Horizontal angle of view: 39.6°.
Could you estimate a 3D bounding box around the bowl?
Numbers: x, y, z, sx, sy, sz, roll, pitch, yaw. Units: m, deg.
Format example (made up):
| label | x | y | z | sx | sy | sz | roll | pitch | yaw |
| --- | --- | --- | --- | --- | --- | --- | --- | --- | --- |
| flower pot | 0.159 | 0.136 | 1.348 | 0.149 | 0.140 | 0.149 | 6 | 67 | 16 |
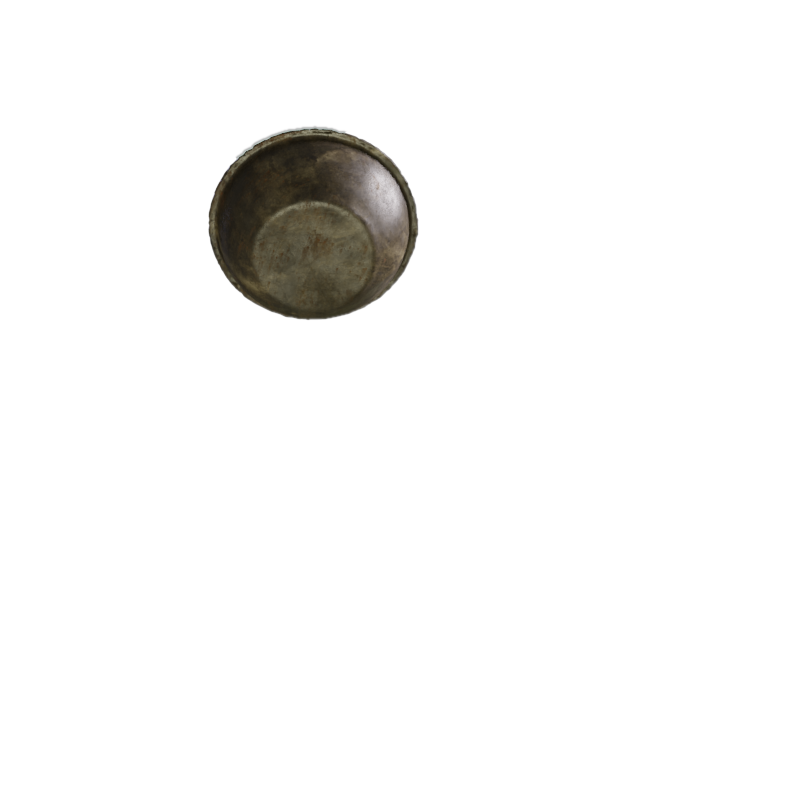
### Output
| label | x | y | z | sx | sy | sz | roll | pitch | yaw |
| --- | --- | --- | --- | --- | --- | --- | --- | --- | --- |
| bowl | -0.065 | -0.119 | 0.830 | 0.162 | 0.153 | 0.058 | 1 | 28 | -1 |
